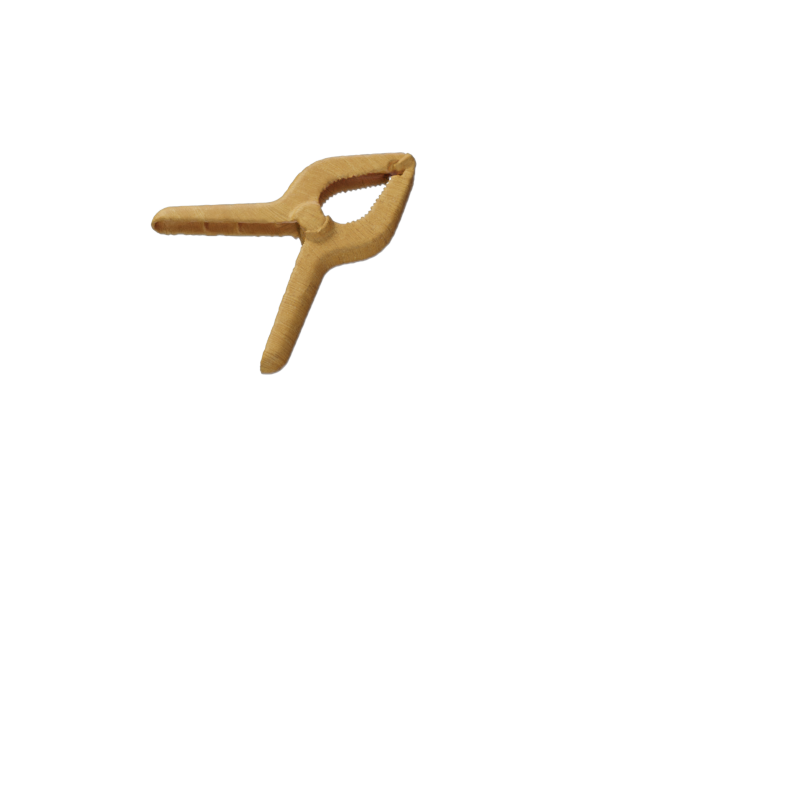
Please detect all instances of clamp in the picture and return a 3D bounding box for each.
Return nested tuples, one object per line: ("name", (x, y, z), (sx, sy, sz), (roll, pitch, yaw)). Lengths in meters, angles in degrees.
("clamp", (-0.068, -0.124, 0.867), (0.210, 0.175, 0.034), (-27, -23, -13))
